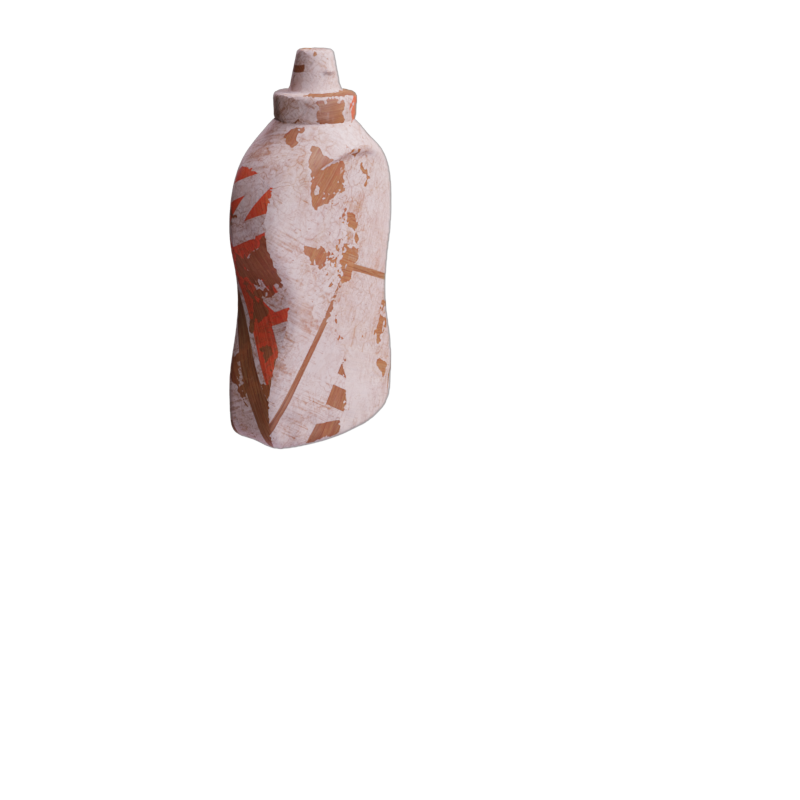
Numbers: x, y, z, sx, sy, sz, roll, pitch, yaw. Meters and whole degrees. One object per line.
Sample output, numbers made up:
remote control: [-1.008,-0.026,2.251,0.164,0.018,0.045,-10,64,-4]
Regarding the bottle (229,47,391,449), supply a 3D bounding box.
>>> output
bottle: [-0.043,-0.079,0.556,0.062,0.185,0.094,14,21,39]
